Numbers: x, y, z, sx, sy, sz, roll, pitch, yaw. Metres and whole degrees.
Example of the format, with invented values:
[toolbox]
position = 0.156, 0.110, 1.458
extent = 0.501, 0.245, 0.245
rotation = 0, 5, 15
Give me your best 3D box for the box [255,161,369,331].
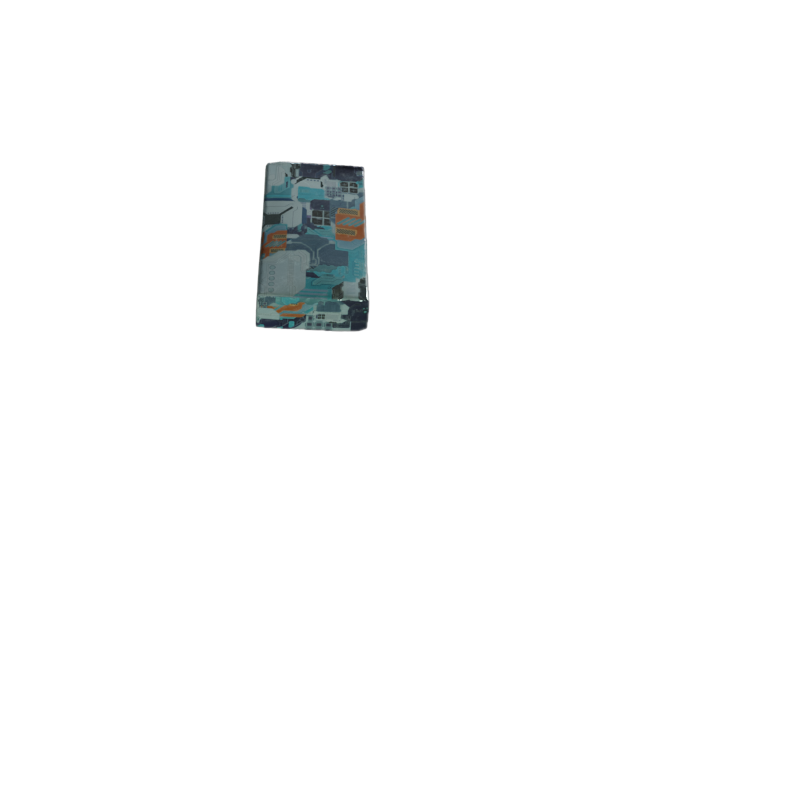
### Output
[box]
position = -0.075, -0.138, 0.962
extent = 0.093, 0.189, 0.045
rotation = 1, -42, -5
